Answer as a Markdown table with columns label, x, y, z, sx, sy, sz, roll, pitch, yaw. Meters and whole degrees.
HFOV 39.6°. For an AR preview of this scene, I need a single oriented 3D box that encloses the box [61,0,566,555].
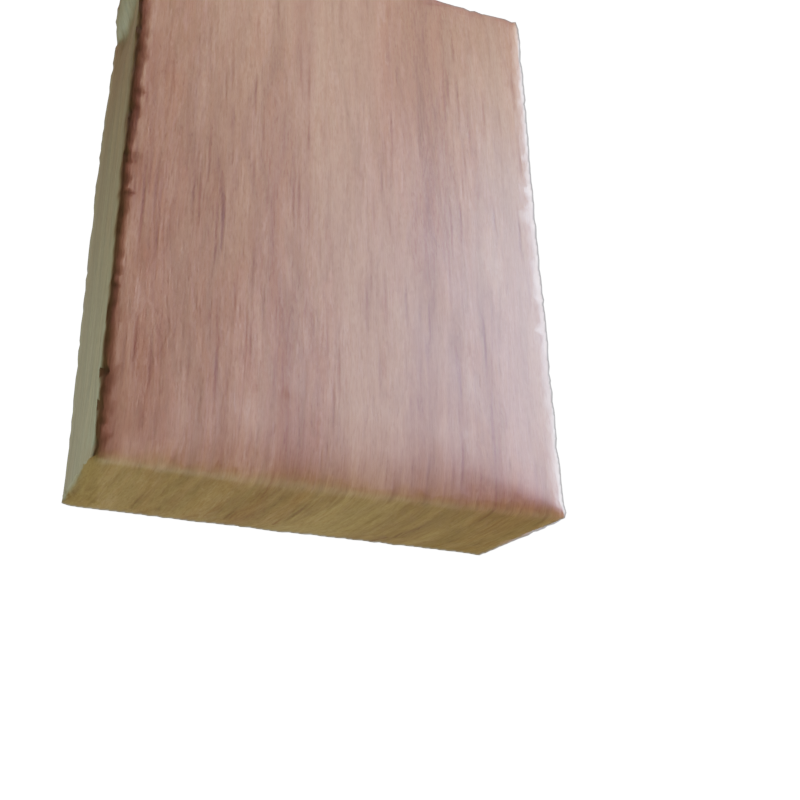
| label | x | y | z | sx | sy | sz | roll | pitch | yaw |
| --- | --- | --- | --- | --- | --- | --- | --- | --- | --- |
| box | -0.033 | -0.060 | 0.422 | 0.159 | 0.227 | 0.070 | 9 | -29 | -20 |
